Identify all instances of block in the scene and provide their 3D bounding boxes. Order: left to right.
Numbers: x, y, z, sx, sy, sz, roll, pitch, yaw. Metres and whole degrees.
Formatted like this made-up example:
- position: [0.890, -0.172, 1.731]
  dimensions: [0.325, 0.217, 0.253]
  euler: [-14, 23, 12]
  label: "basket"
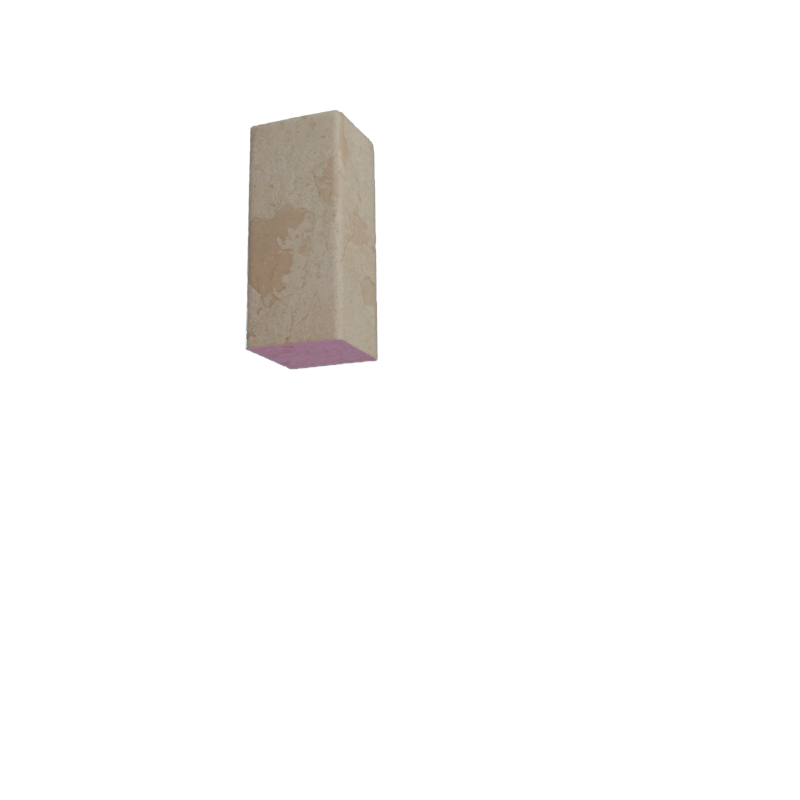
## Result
- position: [-0.077, -0.141, 0.987]
  dimensions: [0.092, 0.215, 0.085]
  euler: [-8, -19, 21]
  label: "block"
